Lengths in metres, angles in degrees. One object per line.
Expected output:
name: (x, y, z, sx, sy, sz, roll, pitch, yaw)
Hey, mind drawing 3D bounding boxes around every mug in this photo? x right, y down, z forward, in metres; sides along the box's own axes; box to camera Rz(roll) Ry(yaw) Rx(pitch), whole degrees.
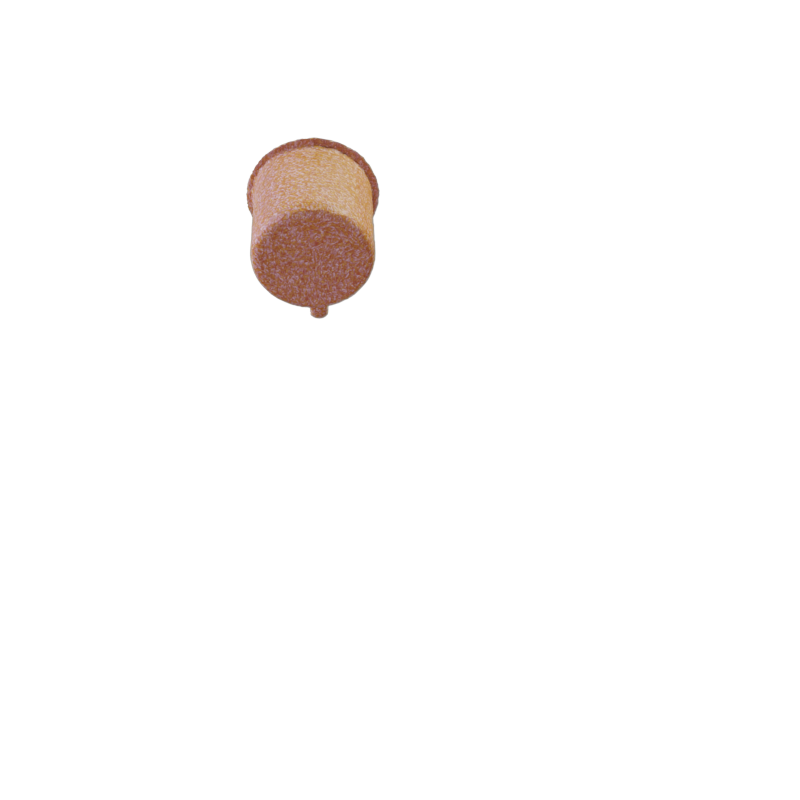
mug: (-0.059, -0.107, 0.751, 0.093, 0.109, 0.087, -1, 38, -1)
